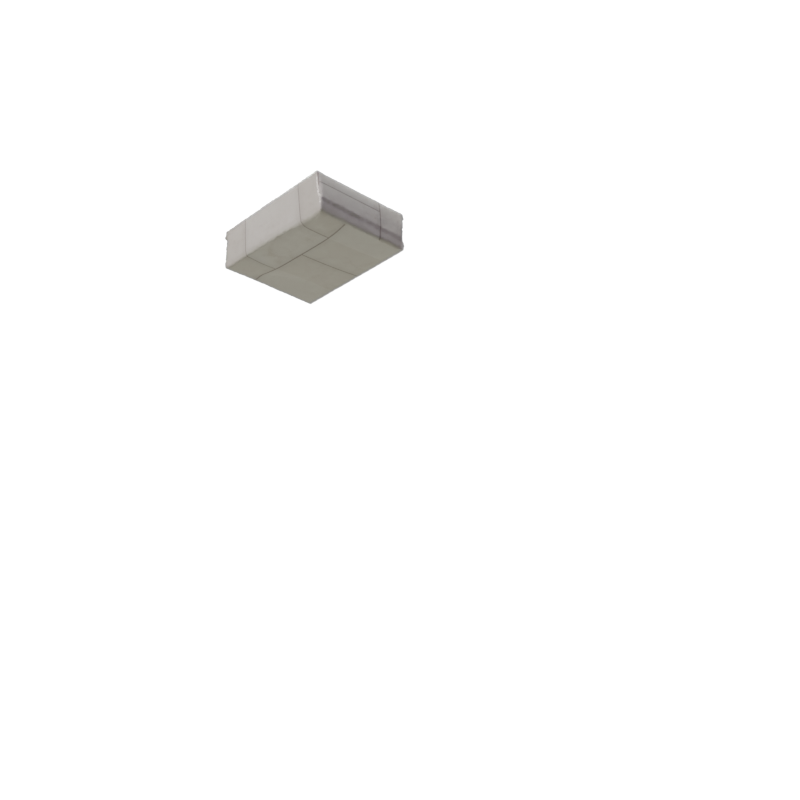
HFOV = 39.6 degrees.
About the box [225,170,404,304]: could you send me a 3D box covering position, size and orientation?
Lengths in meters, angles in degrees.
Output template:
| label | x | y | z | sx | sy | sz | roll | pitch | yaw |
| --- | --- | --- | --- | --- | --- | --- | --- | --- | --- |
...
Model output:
| label | x | y | z | sx | sy | sz | roll | pitch | yaw |
| --- | --- | --- | --- | --- | --- | --- | --- | --- | --- |
| box | -0.067 | -0.122 | 0.856 | 0.084 | 0.041 | 0.114 | 22 | -33 | -39 |
